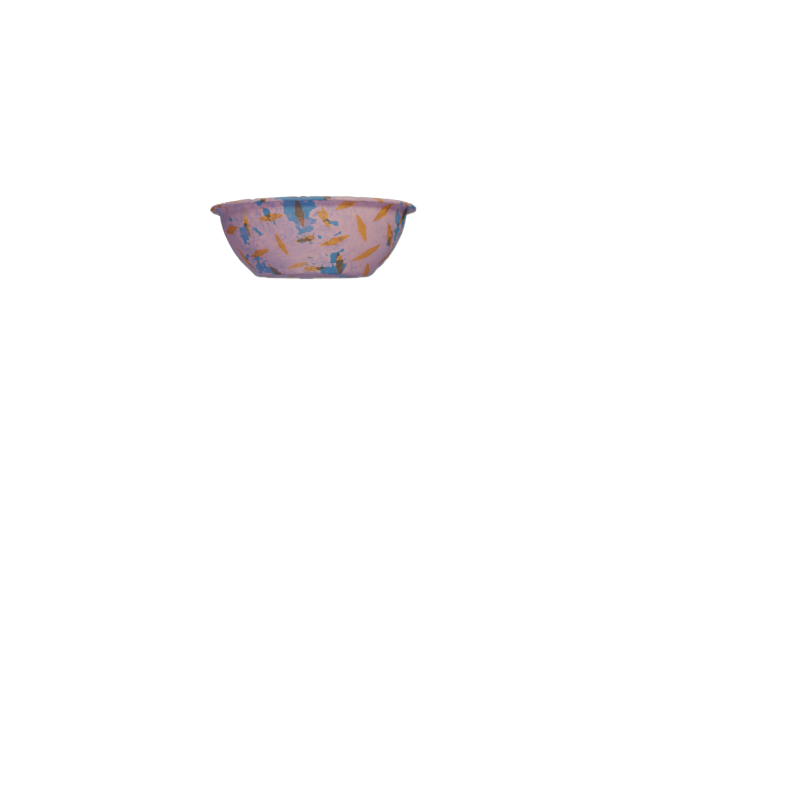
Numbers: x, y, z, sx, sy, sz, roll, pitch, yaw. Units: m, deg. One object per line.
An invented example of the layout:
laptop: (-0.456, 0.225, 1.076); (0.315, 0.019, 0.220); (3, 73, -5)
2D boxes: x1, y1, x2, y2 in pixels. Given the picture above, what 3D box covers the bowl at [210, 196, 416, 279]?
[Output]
bowl: (-0.068, -0.124, 0.869); (0.162, 0.055, 0.162); (0, 3, -2)
